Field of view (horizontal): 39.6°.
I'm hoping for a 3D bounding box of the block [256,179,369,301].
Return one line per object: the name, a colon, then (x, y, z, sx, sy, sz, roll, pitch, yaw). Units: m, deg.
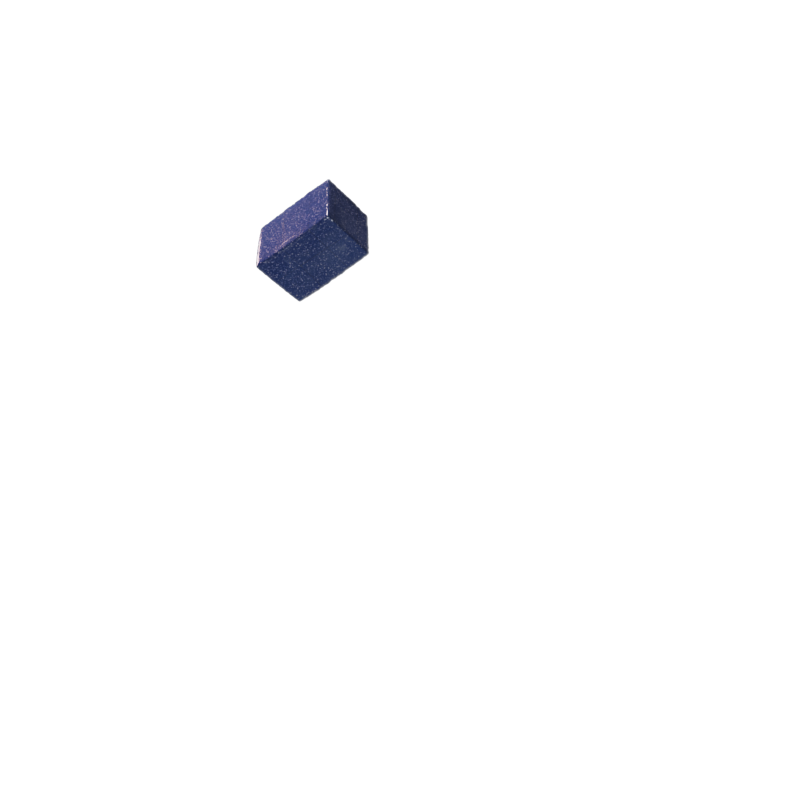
block: (-0.070, -0.128, 0.899, 0.077, 0.055, 0.049, -32, -55, 23)
